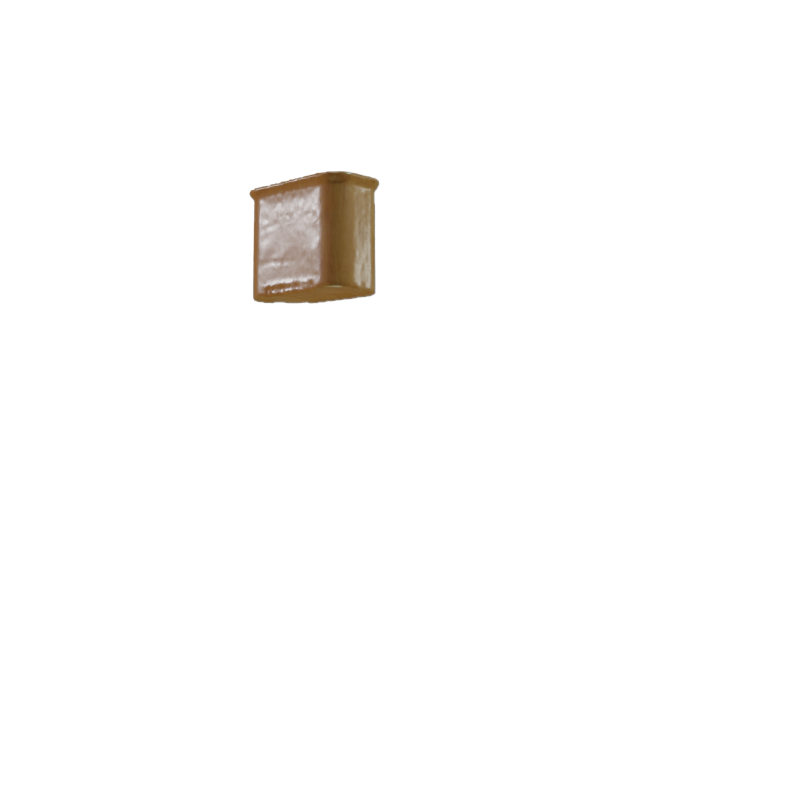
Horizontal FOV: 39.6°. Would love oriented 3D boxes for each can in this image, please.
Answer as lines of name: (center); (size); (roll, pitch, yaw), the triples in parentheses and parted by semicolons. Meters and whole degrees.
can: (-0.064, -0.117, 0.818); (0.105, 0.086, 0.055); (-5, -9, 42)
